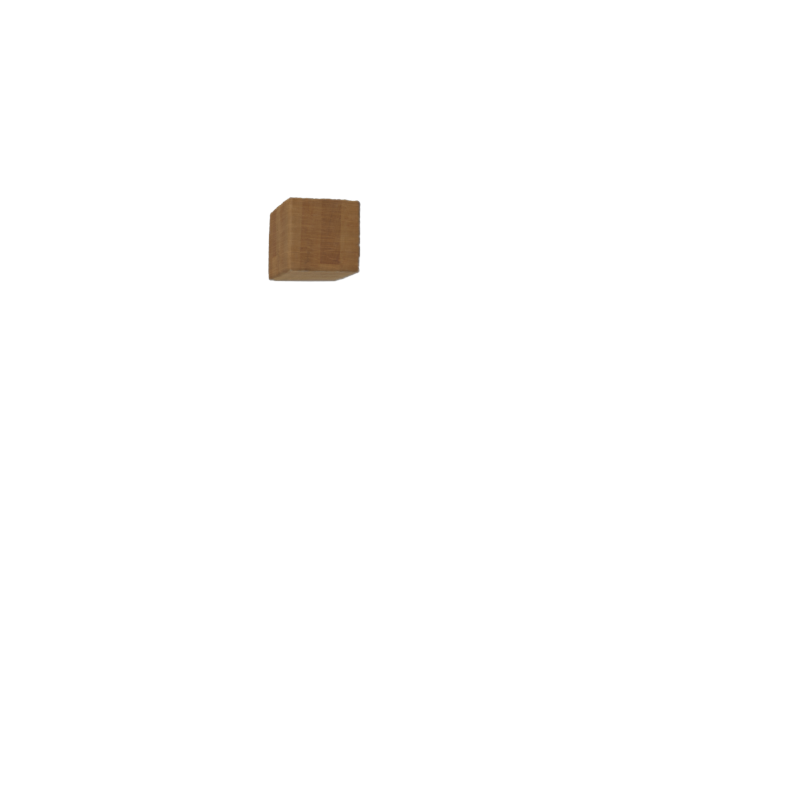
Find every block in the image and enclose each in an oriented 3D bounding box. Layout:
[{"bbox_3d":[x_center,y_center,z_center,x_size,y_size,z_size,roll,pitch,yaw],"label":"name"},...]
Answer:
[{"bbox_3d":[-0.063,-0.114,0.799,0.052,0.052,0.079,1,-2,-16],"label":"block"}]
